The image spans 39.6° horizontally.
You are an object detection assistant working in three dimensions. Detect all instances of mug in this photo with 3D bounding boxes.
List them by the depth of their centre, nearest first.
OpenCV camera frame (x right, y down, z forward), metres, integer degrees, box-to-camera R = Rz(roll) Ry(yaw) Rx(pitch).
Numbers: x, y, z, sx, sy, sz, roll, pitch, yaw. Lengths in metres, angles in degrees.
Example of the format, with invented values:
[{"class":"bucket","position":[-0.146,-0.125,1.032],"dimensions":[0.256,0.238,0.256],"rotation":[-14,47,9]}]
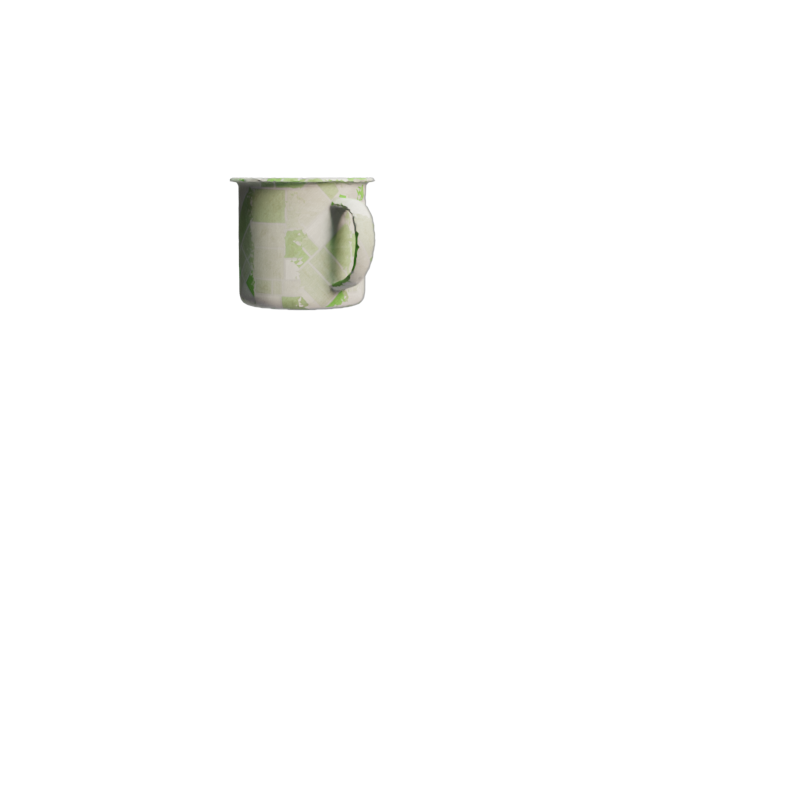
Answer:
[{"class":"mug","position":[-0.055,-0.100,0.704],"dimensions":[0.090,0.080,0.123],"rotation":[-6,11,-39]}]
